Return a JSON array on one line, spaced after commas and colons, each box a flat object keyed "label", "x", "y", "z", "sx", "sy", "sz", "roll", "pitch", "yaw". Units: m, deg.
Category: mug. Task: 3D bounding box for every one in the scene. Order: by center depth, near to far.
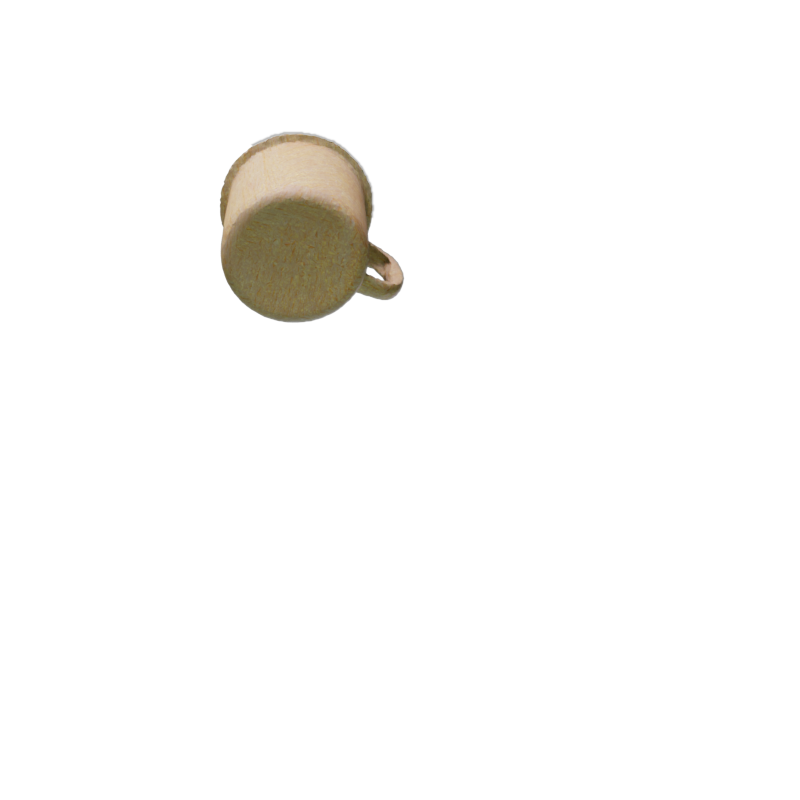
[{"label": "mug", "x": -0.050, "y": -0.091, "z": 0.637, "sx": 0.114, "sy": 0.091, "sz": 0.086, "roll": 30, "pitch": 22, "yaw": -15}]
